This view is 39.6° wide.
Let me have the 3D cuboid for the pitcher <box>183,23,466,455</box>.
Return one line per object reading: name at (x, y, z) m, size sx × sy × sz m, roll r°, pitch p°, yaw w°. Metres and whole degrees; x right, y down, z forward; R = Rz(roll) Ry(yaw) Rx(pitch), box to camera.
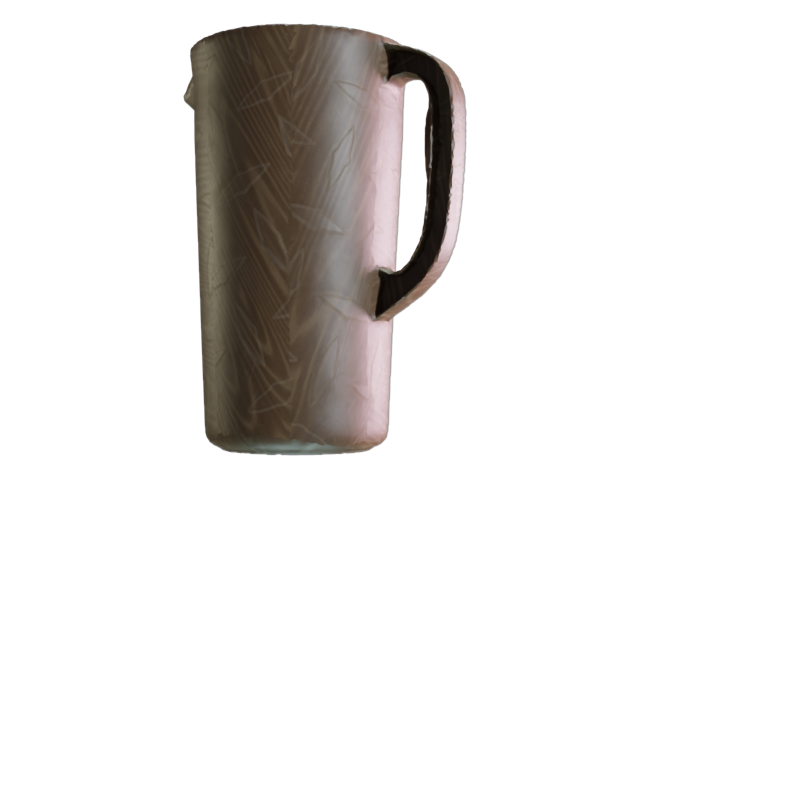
pitcher at (-0.051, -0.094, 0.655) m, size 0.142 × 0.246 × 0.151 m, roll 1°, pitch -4°, yaw -18°
